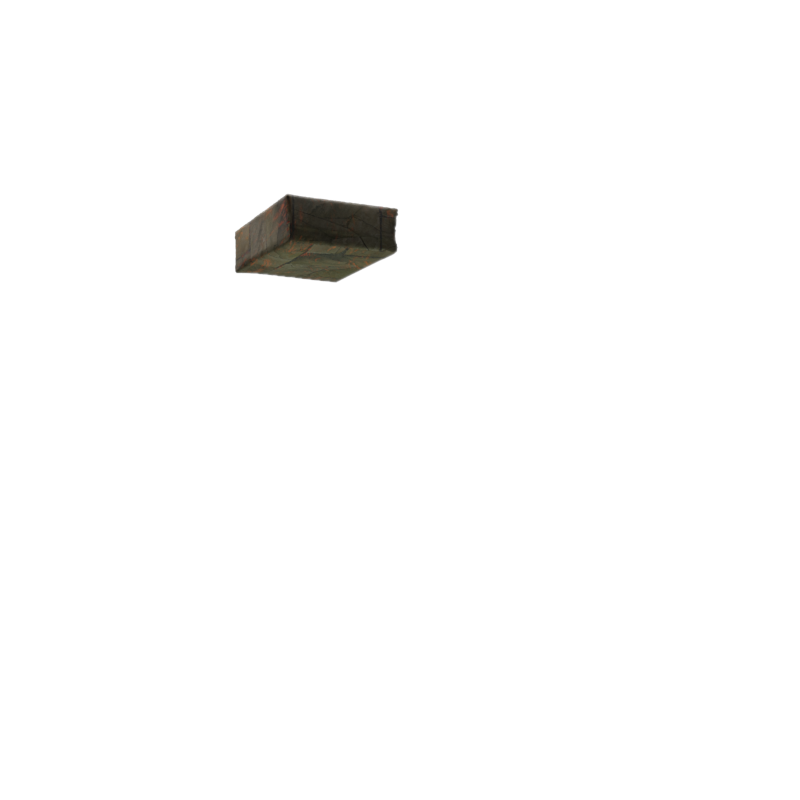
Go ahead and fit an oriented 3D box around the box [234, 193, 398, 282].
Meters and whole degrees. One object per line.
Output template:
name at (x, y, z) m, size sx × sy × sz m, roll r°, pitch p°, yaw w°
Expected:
box at (-0.066, -0.120, 0.841) m, size 0.087 × 0.040 × 0.115 m, roll 3°, pitch -7°, yaw -26°
